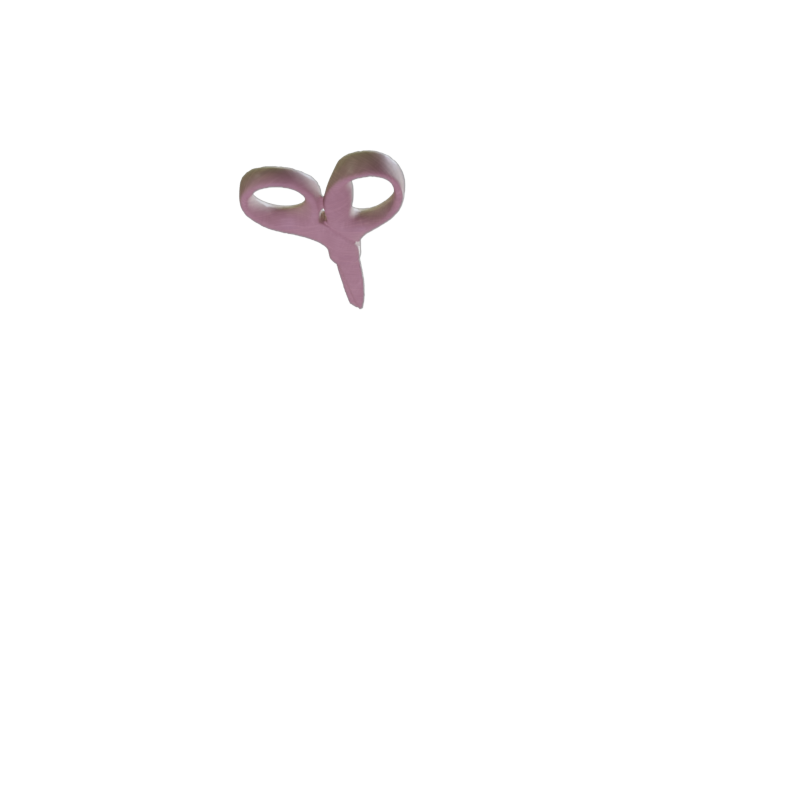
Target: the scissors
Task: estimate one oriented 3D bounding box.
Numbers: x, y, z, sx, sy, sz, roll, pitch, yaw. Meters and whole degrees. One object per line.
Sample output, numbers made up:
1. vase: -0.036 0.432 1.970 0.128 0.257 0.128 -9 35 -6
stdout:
1. scissors: -0.050 -0.091 0.640 0.095 0.016 0.195 4 -18 -12
